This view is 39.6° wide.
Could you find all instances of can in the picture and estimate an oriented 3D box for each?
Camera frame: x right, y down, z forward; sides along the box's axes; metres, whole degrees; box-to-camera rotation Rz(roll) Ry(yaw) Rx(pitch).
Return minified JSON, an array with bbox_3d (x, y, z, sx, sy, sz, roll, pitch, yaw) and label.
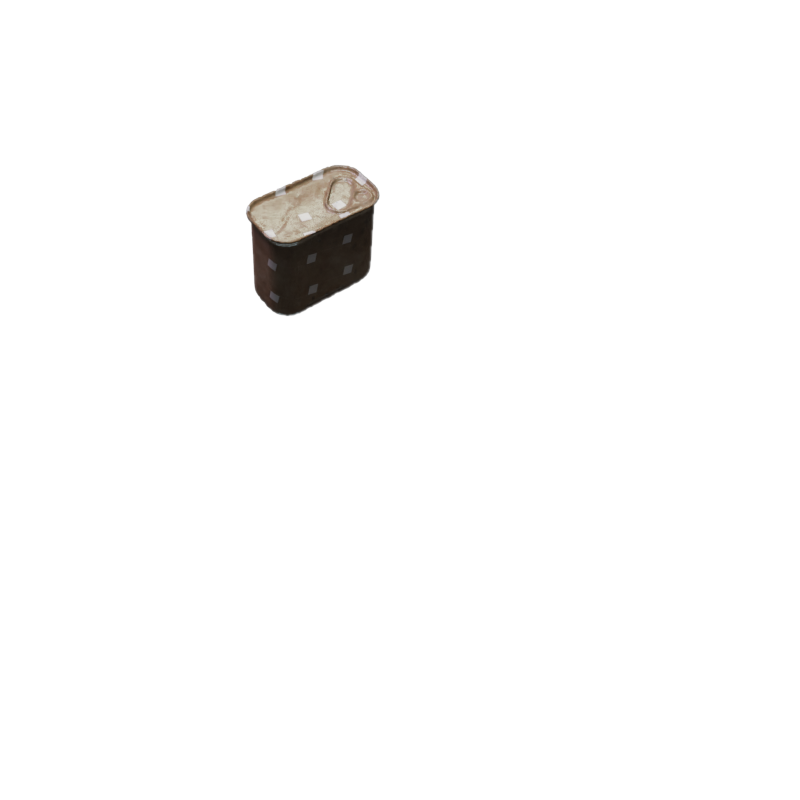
[{"bbox_3d":[-0.068,-0.124,0.870,0.102,0.078,0.062,-29,54,-26],"label":"can"}]
